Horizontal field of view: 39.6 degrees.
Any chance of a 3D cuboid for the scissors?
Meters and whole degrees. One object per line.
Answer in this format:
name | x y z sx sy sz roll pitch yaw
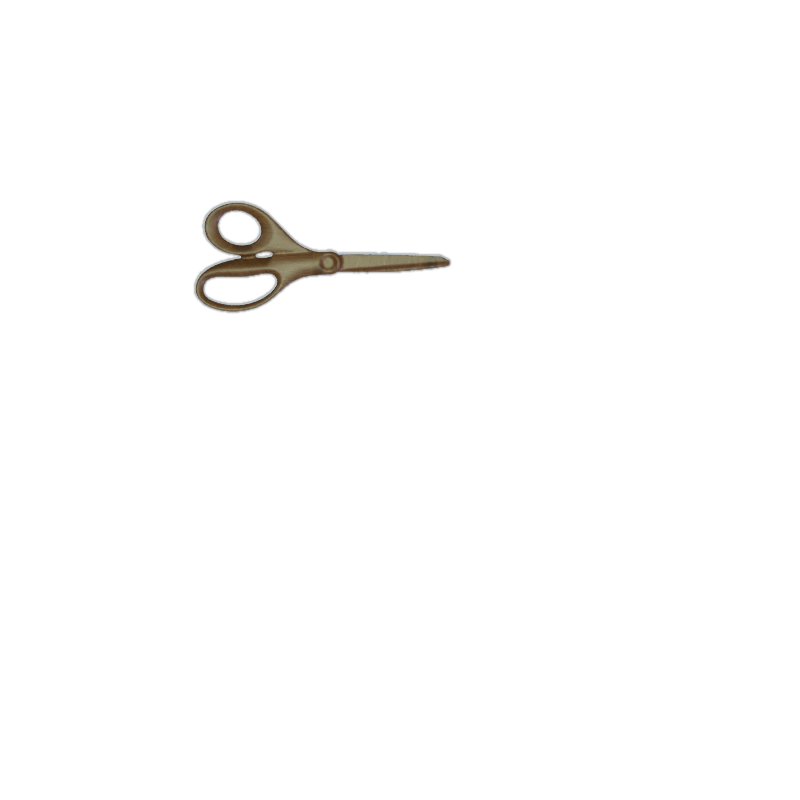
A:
scissors | -0.069 -0.126 0.883 0.201 0.097 0.016 -16 -2 -1
